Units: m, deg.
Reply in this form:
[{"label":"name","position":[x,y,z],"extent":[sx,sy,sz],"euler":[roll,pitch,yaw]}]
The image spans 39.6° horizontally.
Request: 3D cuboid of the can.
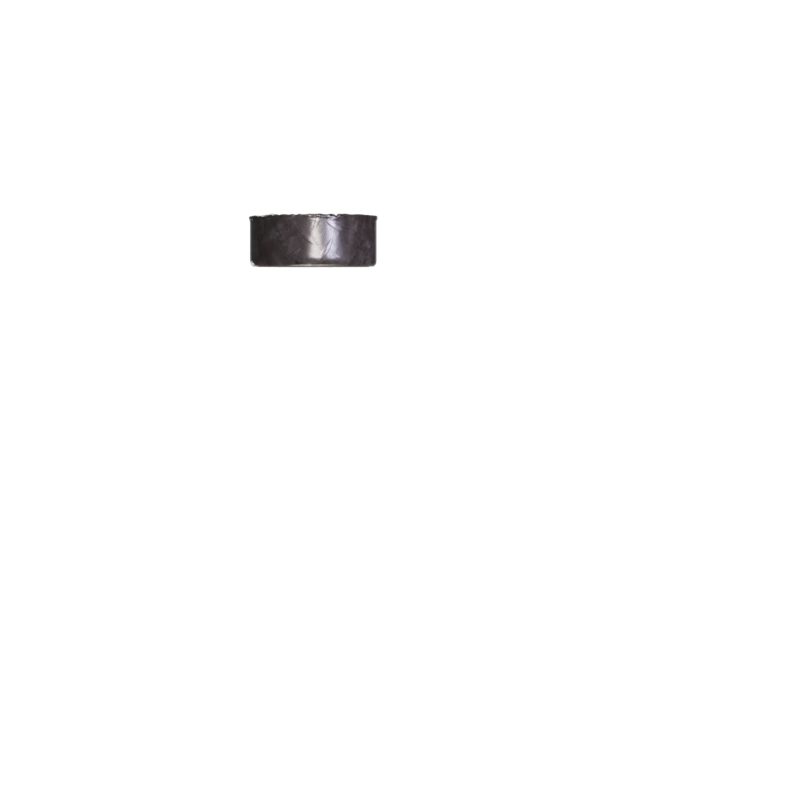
[{"label":"can","position":[-0.058,-0.105,0.737],"extent":[0.086,0.033,0.086],"euler":[0,5,-2]}]
